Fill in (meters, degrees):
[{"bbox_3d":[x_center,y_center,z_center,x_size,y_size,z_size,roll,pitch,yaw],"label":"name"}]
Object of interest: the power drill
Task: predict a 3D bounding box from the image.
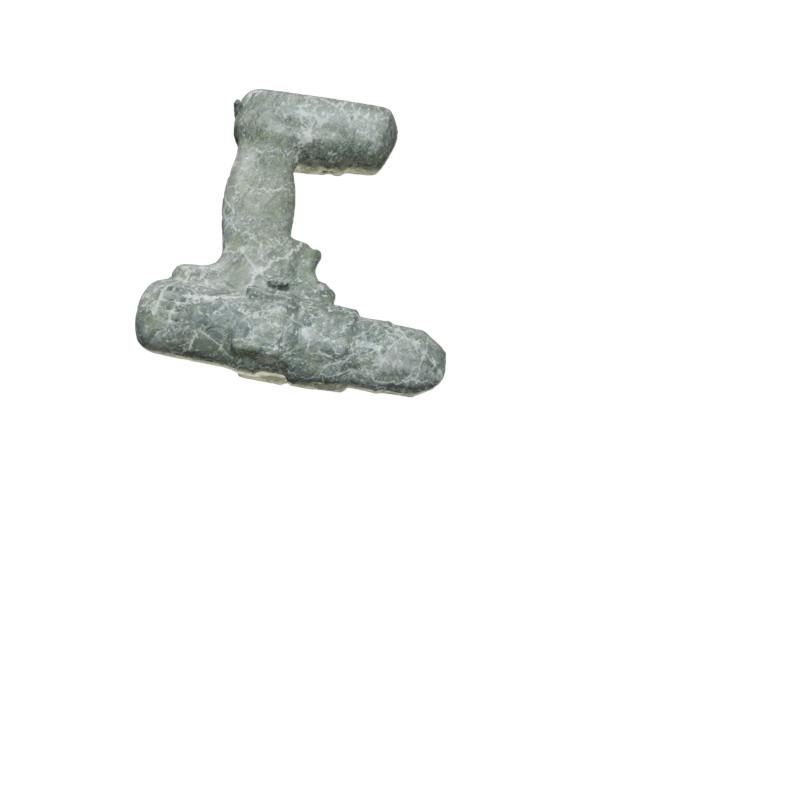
[{"bbox_3d":[-0.053,-0.097,0.683,0.186,0.197,0.054,10,-28,5],"label":"power drill"}]
